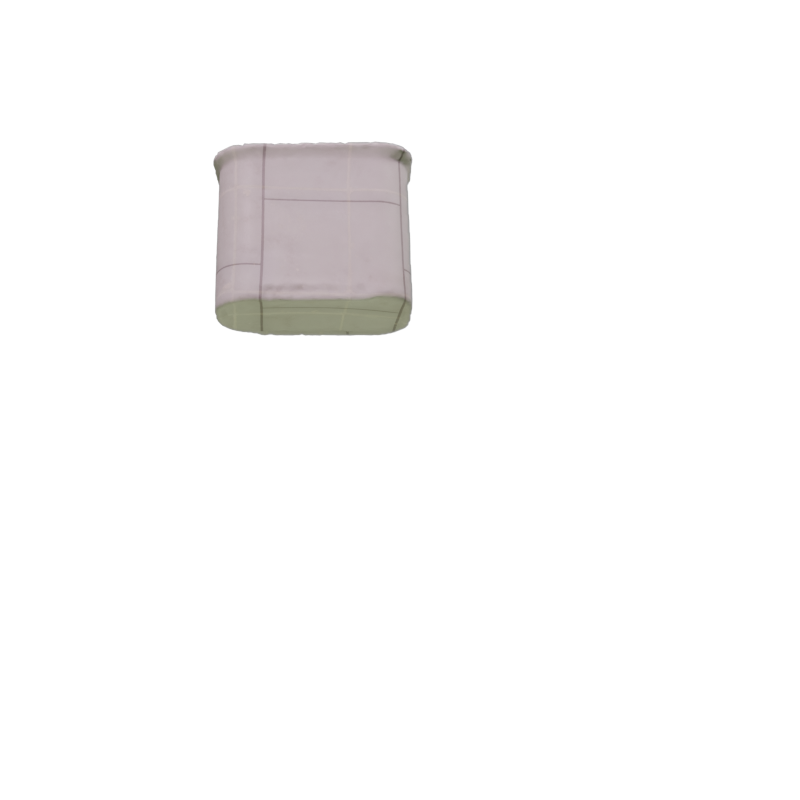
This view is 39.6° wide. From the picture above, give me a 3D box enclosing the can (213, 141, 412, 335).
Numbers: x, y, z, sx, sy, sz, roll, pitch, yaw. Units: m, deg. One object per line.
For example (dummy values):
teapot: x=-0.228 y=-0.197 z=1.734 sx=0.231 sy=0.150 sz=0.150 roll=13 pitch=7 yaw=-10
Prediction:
can: x=-0.044 y=-0.080 z=0.560 sx=0.102 sy=0.088 sz=0.055 roll=-1 pitch=-21 yaw=0
